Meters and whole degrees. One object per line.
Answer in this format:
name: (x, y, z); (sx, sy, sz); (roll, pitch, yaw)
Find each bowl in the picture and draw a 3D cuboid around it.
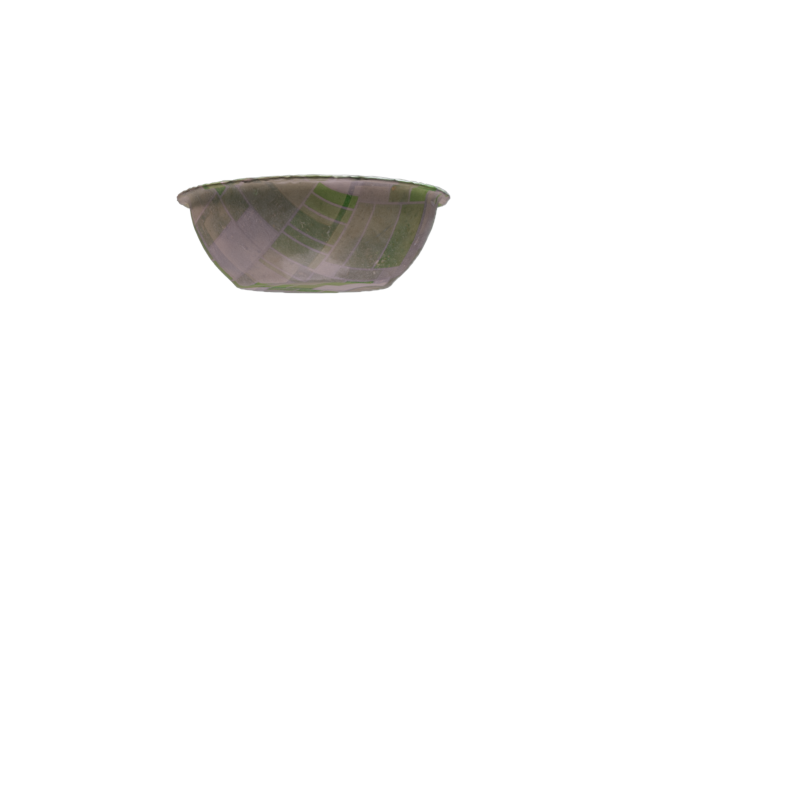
bowl: (-0.051, -0.094, 0.655); (0.162, 0.055, 0.161); (0, 0, -2)
